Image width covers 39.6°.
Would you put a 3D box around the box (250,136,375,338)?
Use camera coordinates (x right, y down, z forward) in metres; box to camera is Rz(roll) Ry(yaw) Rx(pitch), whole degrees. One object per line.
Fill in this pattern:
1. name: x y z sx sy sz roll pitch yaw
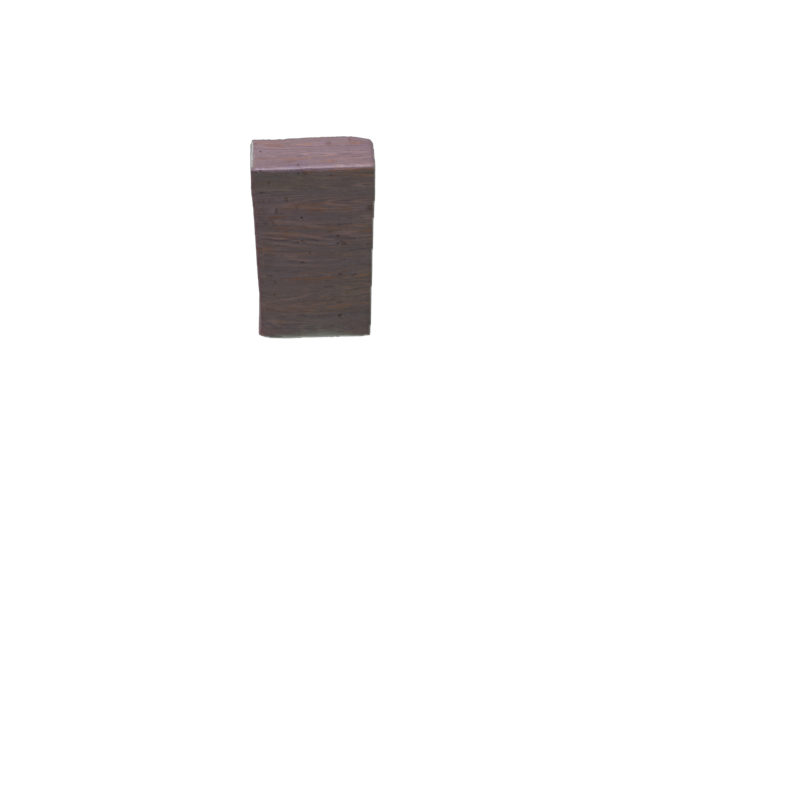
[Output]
1. box: -0.068 -0.124 0.867 0.093 0.164 0.052 0 42 -4
